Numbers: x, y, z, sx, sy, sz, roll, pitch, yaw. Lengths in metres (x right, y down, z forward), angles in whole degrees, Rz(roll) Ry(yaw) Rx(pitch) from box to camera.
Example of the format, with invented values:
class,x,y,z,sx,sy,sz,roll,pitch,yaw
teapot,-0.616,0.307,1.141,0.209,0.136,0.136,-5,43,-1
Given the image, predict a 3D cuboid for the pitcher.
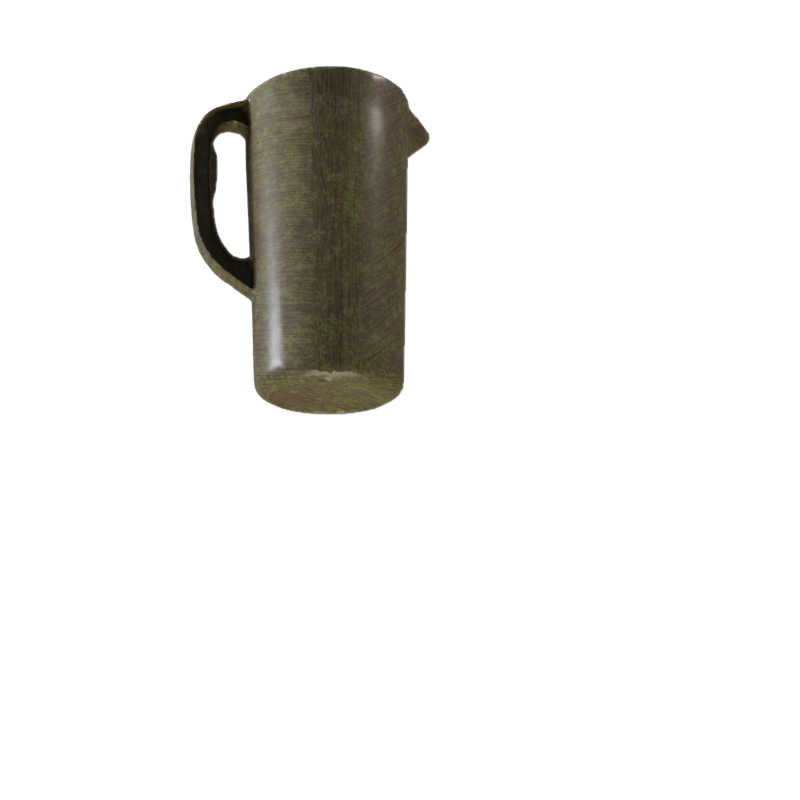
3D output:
class,x,y,z,sx,sy,sz,roll,pitch,yaw
pitcher,-0.065,-0.119,0.836,0.152,0.256,0.135,-13,-24,28
